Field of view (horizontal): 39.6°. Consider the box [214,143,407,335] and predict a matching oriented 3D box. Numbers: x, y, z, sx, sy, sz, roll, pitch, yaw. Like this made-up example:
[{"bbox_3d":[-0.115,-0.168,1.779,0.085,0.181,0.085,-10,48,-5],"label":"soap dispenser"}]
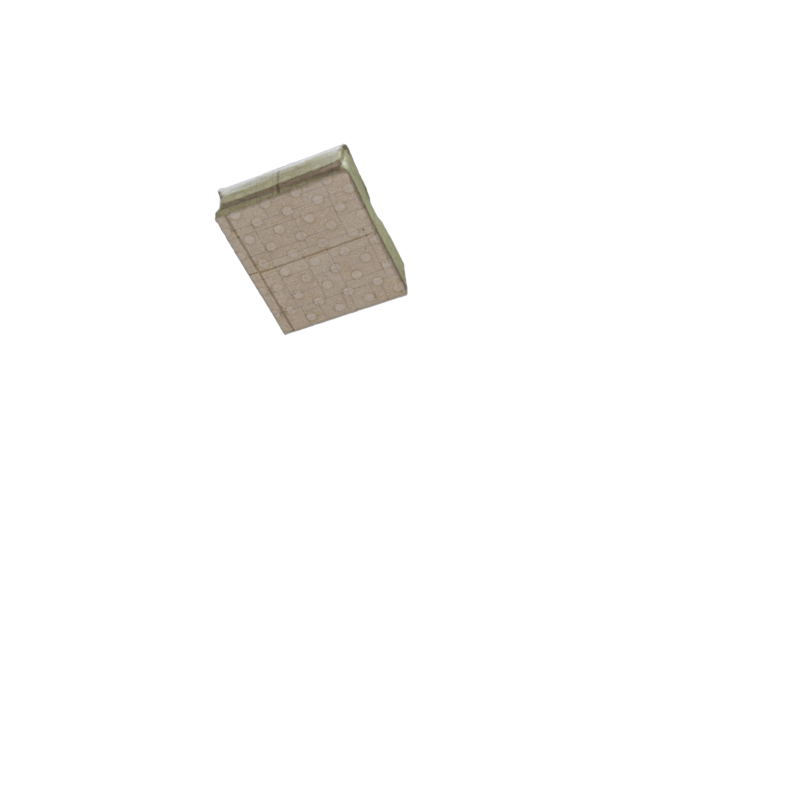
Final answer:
[{"bbox_3d":[-0.046,-0.083,0.583,0.073,0.083,0.032,-18,37,14],"label":"box"}]
